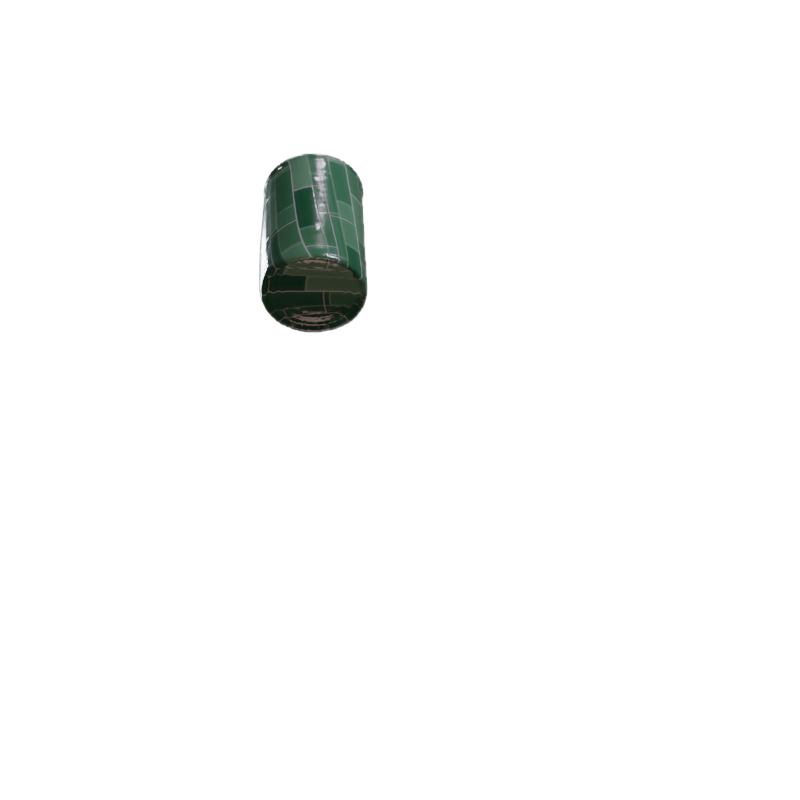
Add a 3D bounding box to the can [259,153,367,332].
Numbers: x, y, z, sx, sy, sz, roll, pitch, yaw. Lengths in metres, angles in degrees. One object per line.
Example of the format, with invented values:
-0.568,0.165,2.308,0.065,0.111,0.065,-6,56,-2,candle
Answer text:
-0.056,-0.102,0.717,0.068,0.064,0.110,-1,45,-3,can
